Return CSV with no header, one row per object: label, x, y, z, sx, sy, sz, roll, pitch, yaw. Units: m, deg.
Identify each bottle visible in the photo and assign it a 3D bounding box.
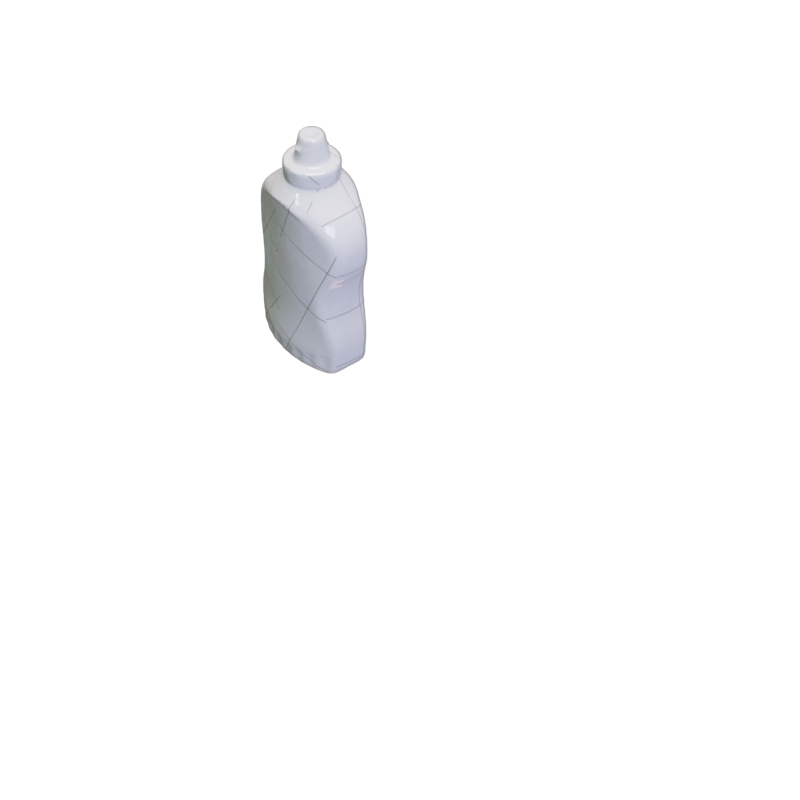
bottle,-0.063,-0.114,0.803,0.058,0.179,0.103,-24,50,-26
